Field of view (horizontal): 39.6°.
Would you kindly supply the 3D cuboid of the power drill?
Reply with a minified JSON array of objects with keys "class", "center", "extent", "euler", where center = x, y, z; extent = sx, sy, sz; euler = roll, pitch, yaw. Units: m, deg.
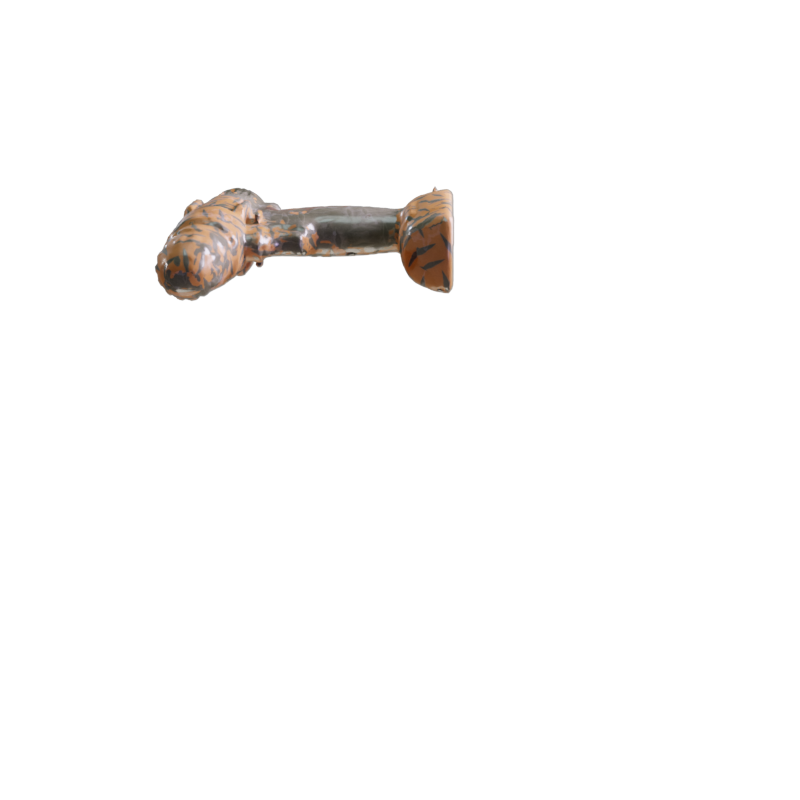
[{"class":"power drill","center":[-0.058,-0.106,0.740],"extent":[0.189,0.055,0.191],"euler":[2,22,5]}]
